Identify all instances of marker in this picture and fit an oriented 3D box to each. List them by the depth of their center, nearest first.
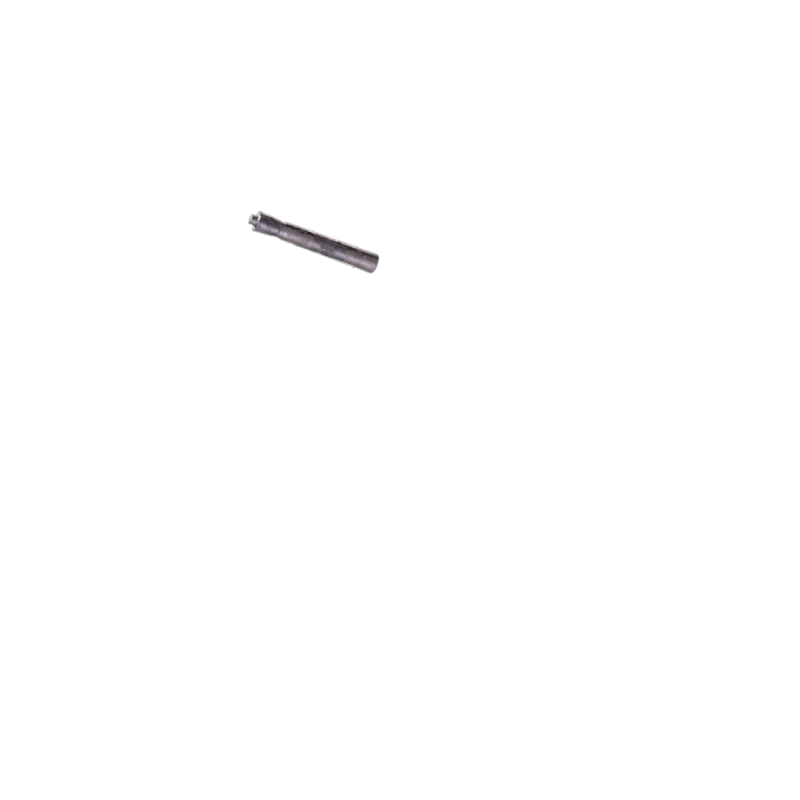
[{"bbox_3d":[-0.076,-0.139,0.975,0.117,0.020,0.020,18,-2,-15],"label":"marker"}]
